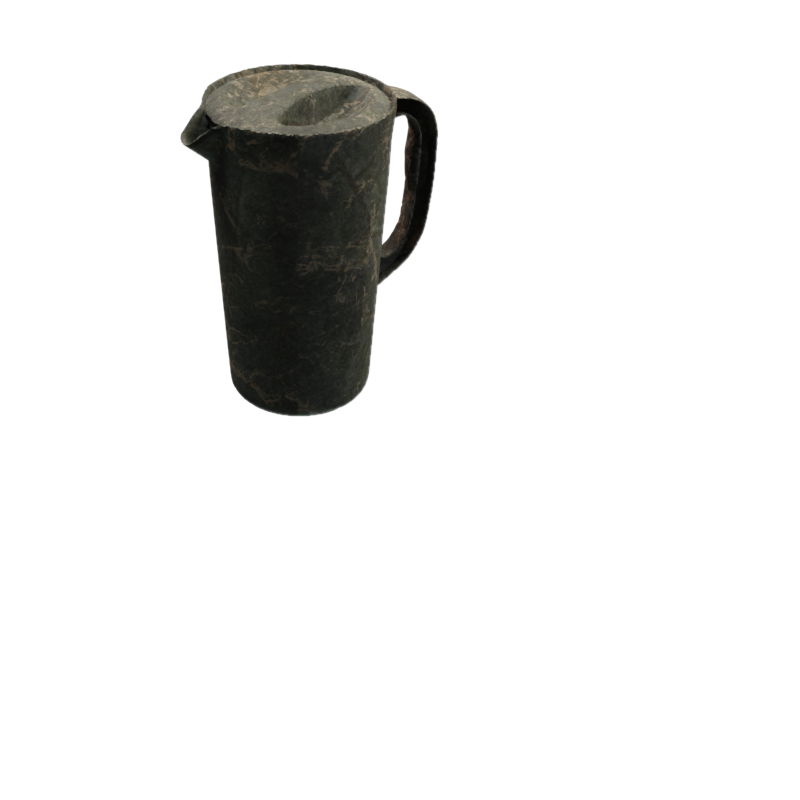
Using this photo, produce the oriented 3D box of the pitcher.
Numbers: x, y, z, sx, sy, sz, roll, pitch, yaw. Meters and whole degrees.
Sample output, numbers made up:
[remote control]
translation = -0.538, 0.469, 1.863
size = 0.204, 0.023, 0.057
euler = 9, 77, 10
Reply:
[pitcher]
translation = -0.063, -0.116, 0.810
size = 0.153, 0.228, 0.150
euler = 11, 33, 14
